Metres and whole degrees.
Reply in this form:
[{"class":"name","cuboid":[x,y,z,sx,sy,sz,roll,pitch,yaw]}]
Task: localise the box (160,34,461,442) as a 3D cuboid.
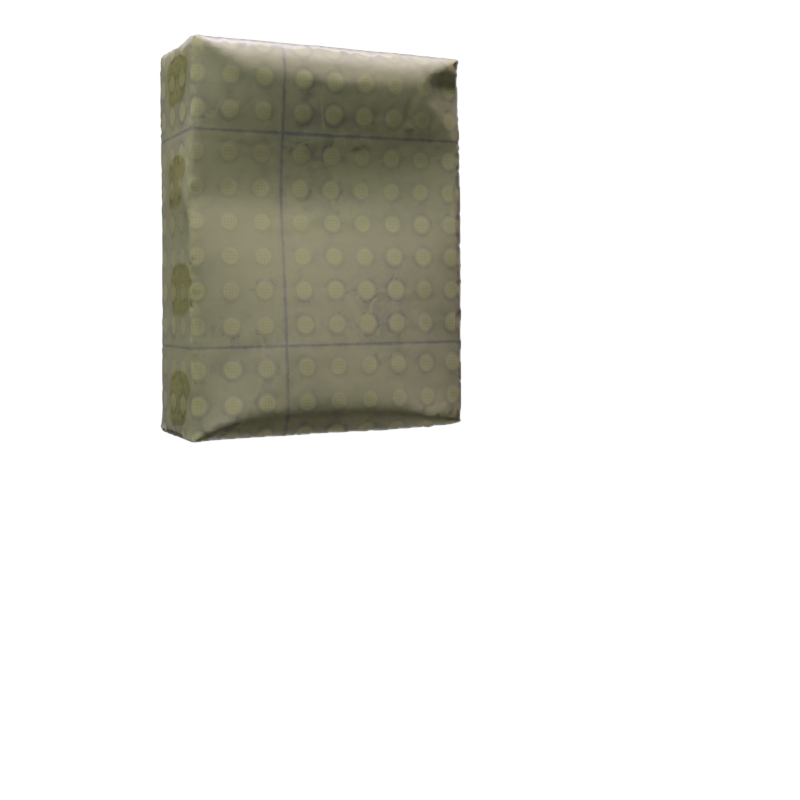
[{"class":"box","cuboid":[-0.049,-0.089,0.626,0.159,0.215,0.074,0,-1,-24]}]
